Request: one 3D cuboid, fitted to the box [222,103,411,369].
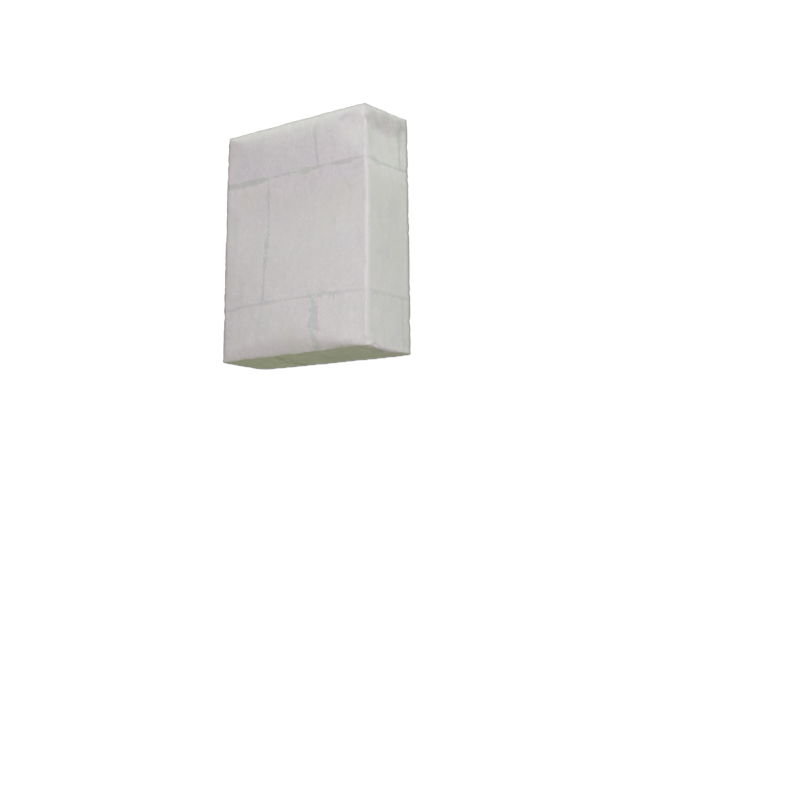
[{"bbox_3d":[-0.077,-0.141,0.985,0.168,0.220,0.068,-8,-14,35],"label":"box"}]
